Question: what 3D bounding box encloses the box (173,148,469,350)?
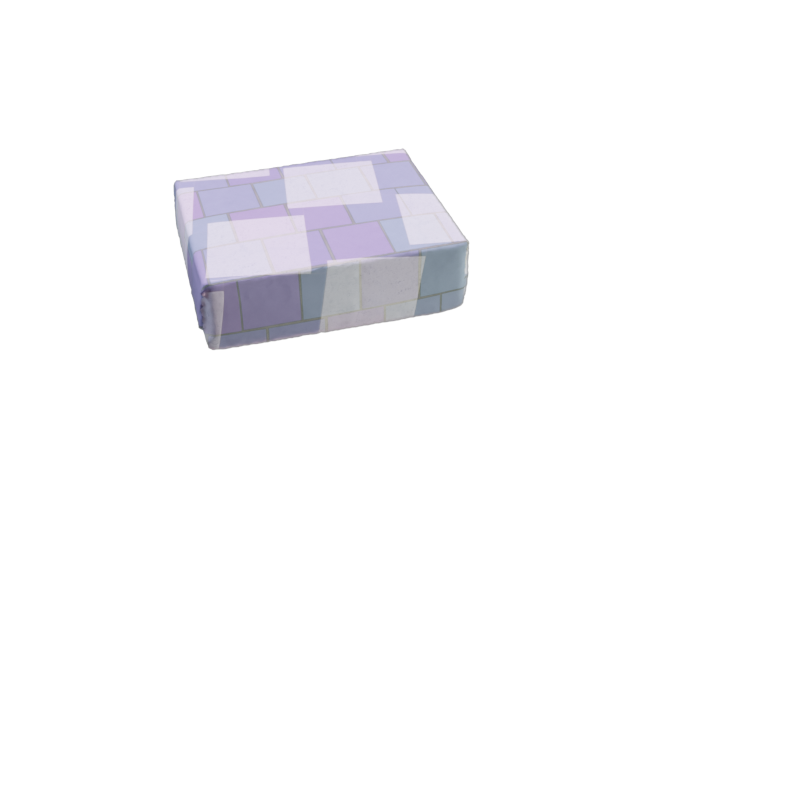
[{"bbox_3d":[-0.038,-0.069,0.483,0.112,0.036,0.097,-9,38,-12],"label":"box"}]
